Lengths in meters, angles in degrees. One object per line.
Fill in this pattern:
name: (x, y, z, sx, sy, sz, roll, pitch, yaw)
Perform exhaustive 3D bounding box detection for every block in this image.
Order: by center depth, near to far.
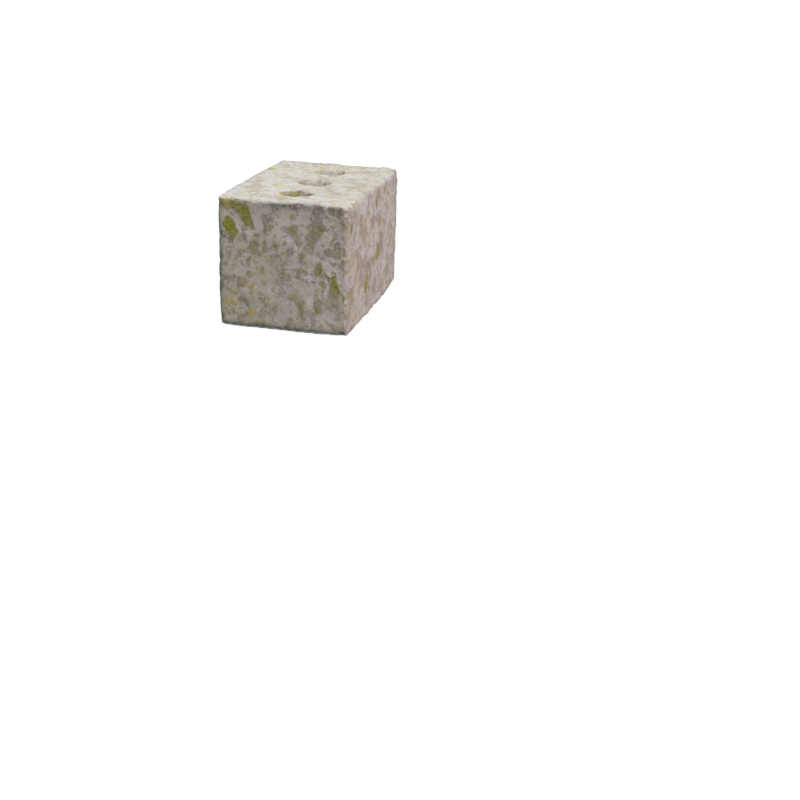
block: (-0.035, -0.064, 0.447, 0.054, 0.049, 0.080, 5, 21, 13)
